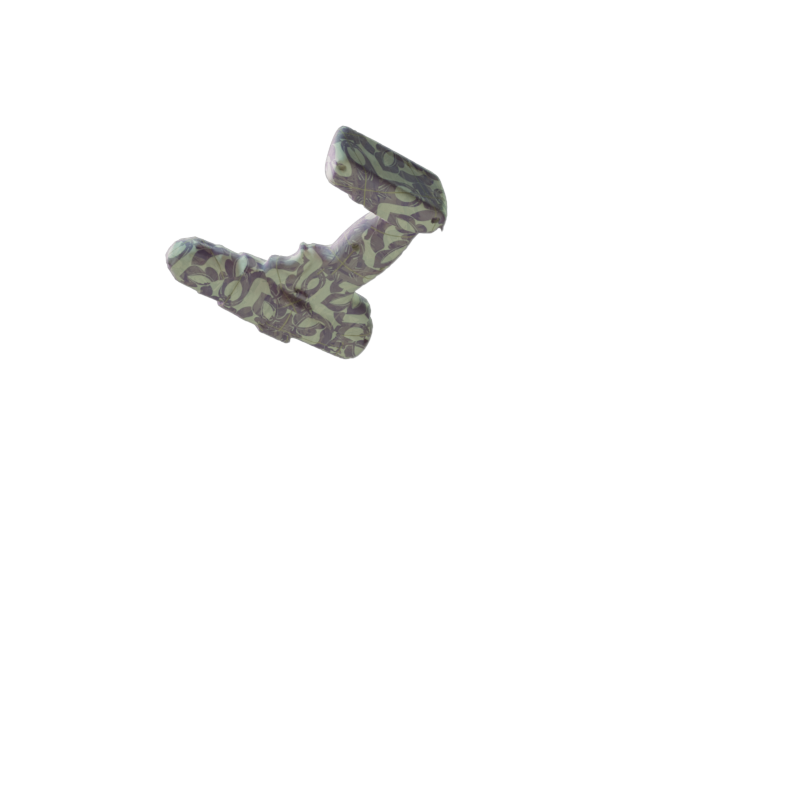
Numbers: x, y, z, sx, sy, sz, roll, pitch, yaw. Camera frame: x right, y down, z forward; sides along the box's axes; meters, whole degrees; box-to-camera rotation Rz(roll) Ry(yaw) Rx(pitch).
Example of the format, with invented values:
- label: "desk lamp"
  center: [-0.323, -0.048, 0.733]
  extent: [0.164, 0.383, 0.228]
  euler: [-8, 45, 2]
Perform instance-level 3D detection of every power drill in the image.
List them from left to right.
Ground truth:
- label: "power drill"
  center: [-0.068, -0.124, 0.868]
  extent: [0.176, 0.062, 0.183]
  euler: [25, -50, -23]
